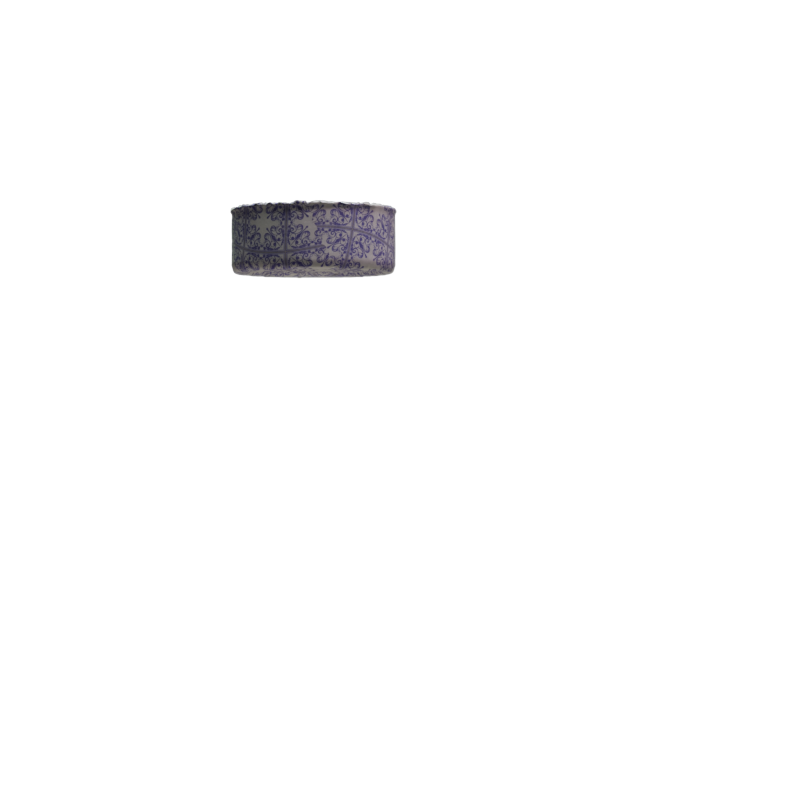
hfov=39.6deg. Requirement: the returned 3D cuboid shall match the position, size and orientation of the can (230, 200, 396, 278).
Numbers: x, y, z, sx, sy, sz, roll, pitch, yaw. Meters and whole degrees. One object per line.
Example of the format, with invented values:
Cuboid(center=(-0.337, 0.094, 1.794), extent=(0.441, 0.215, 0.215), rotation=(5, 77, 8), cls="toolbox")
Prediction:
Cuboid(center=(-0.045, -0.082, 0.573), extent=(0.086, 0.034, 0.086), rotation=(0, 2, -2), cls="can")
